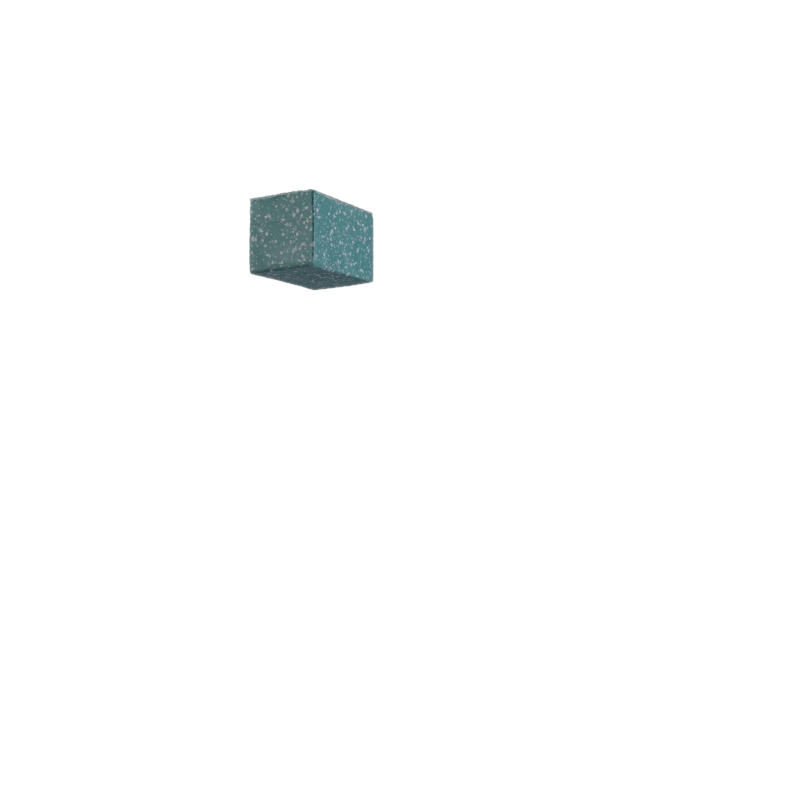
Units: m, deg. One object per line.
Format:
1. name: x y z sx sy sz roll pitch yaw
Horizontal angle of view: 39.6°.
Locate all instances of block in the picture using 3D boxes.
1. block: -0.058 -0.107 0.747 0.054 0.053 0.074 -5 -8 30
